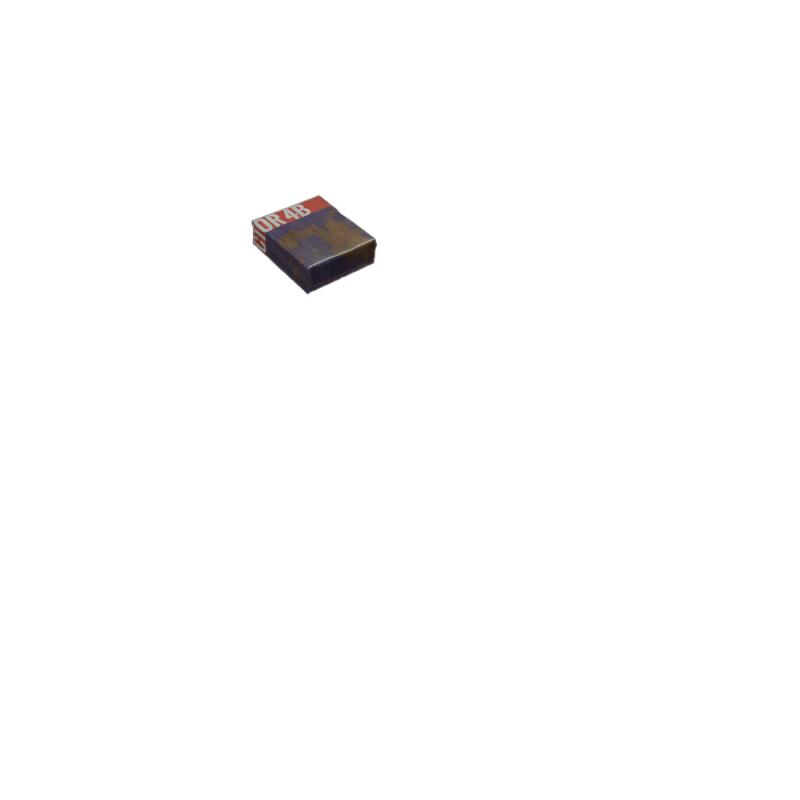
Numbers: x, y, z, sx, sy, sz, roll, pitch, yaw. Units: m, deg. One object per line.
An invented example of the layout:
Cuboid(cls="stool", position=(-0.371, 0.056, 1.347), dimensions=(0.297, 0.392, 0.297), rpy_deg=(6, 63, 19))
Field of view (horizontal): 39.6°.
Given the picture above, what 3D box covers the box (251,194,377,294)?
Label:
Cuboid(cls="box", position=(-0.075, -0.137, 0.963), dimensions=(0.073, 0.028, 0.096), rpy_deg=(-25, 47, -27))
